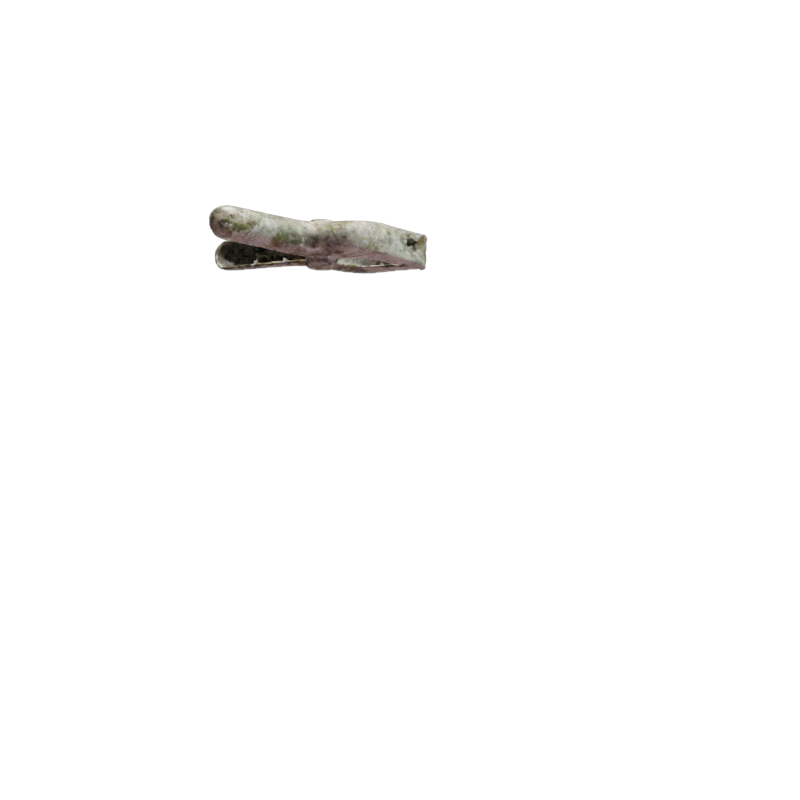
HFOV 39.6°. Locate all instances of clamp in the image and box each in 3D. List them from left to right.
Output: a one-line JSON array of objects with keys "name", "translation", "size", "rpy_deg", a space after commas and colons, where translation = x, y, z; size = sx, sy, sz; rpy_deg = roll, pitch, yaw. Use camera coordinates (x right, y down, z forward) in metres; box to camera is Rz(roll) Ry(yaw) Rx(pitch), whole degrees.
[{"name": "clamp", "translation": [-0.066, -0.120, 0.841], "size": [0.173, 0.040, 0.118], "rpy_deg": [0, -2, 5]}]
